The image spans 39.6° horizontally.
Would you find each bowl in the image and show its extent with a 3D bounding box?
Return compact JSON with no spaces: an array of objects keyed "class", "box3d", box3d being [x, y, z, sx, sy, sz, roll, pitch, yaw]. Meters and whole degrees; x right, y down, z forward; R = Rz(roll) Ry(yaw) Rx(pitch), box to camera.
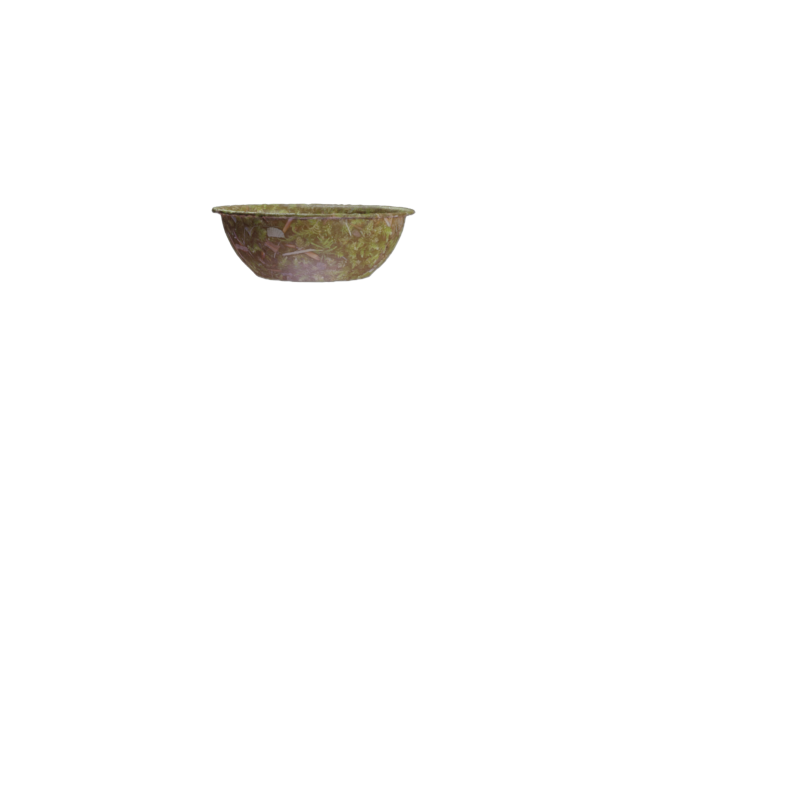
[{"class":"bowl","box3d":[-0.069,-0.126,0.880,0.162,0.054,0.166,0,12,-2]}]
